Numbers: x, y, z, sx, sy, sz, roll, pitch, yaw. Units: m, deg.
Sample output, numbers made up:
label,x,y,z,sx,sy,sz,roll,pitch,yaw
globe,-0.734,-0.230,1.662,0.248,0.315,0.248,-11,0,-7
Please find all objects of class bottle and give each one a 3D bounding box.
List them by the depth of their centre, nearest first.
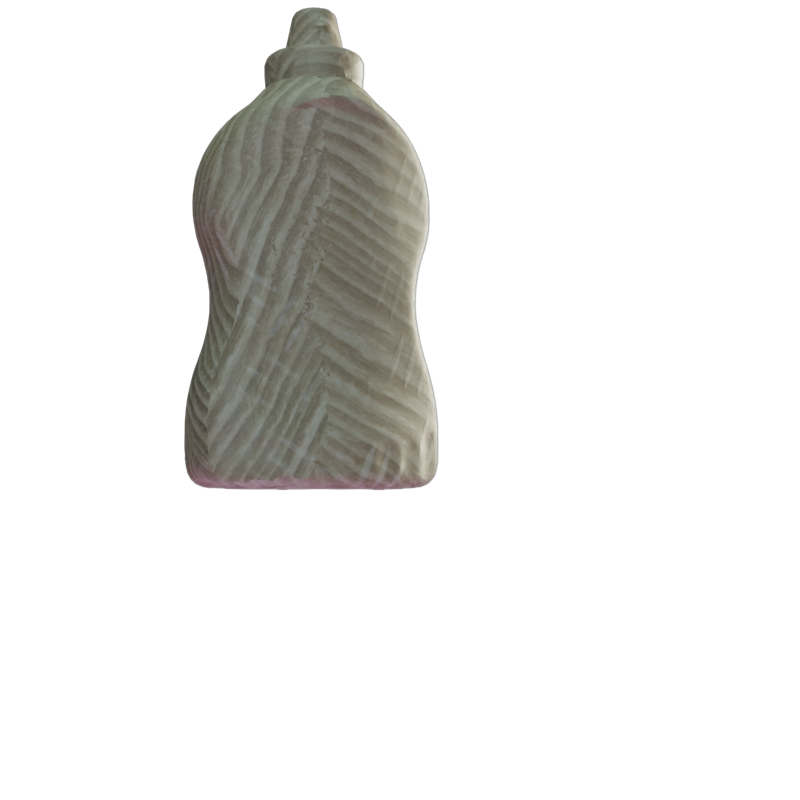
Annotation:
label,x,y,z,sx,sy,sz,roll,pitch,yaw
bottle,-0.034,-0.063,0.439,0.093,0.197,0.058,4,-12,-23
